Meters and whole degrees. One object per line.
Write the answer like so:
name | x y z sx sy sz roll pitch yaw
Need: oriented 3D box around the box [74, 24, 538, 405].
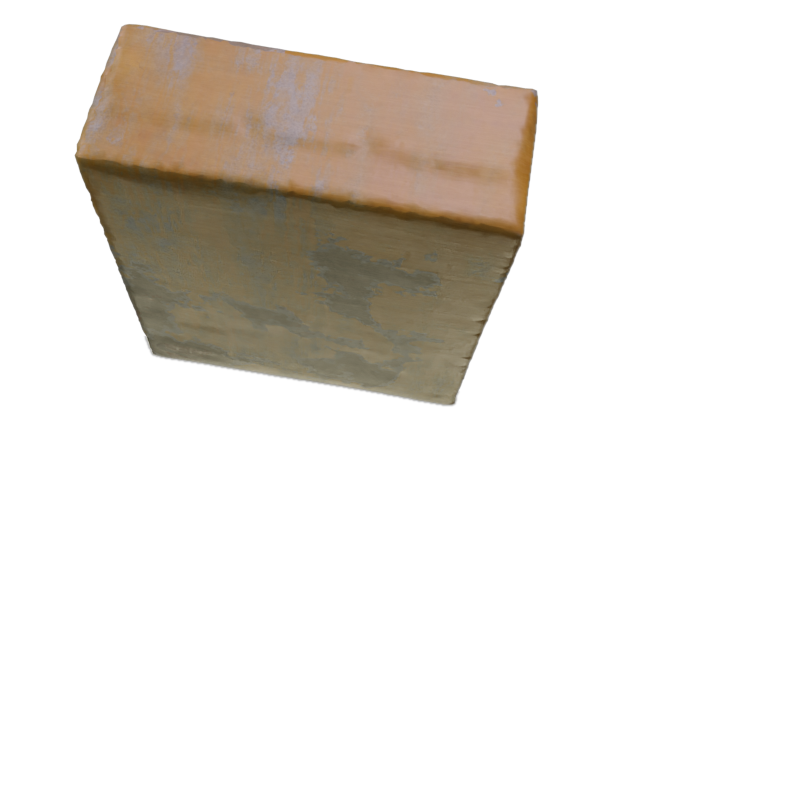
box | -0.039 -0.071 0.497 0.165 0.075 0.204 11 -19 1
